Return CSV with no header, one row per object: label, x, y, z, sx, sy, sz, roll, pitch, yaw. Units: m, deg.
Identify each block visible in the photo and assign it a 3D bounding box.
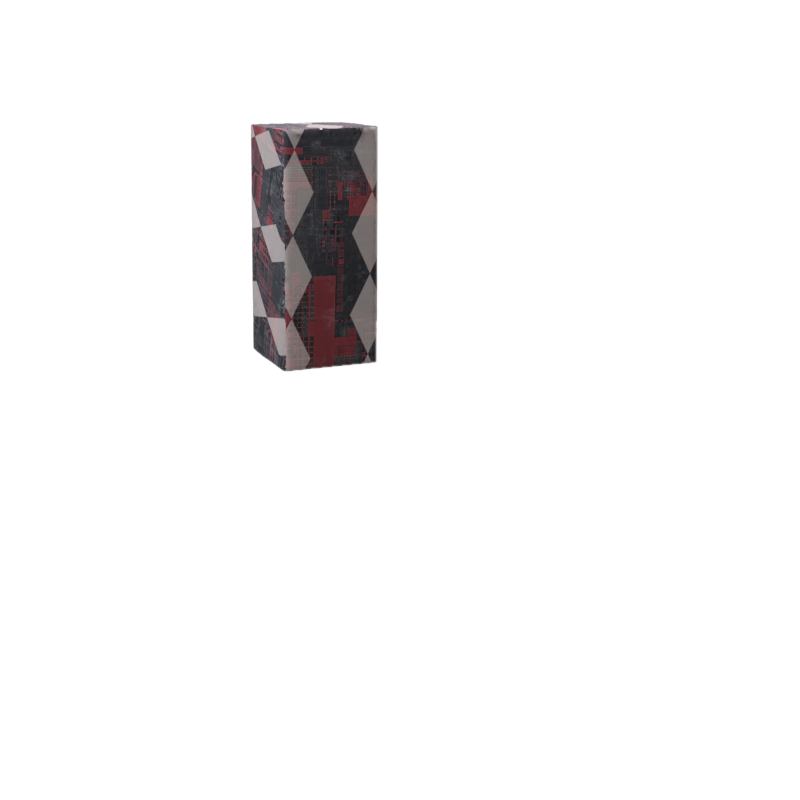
block,-0.077,-0.140,0.979,0.088,0.201,0.095,-4,11,-23
